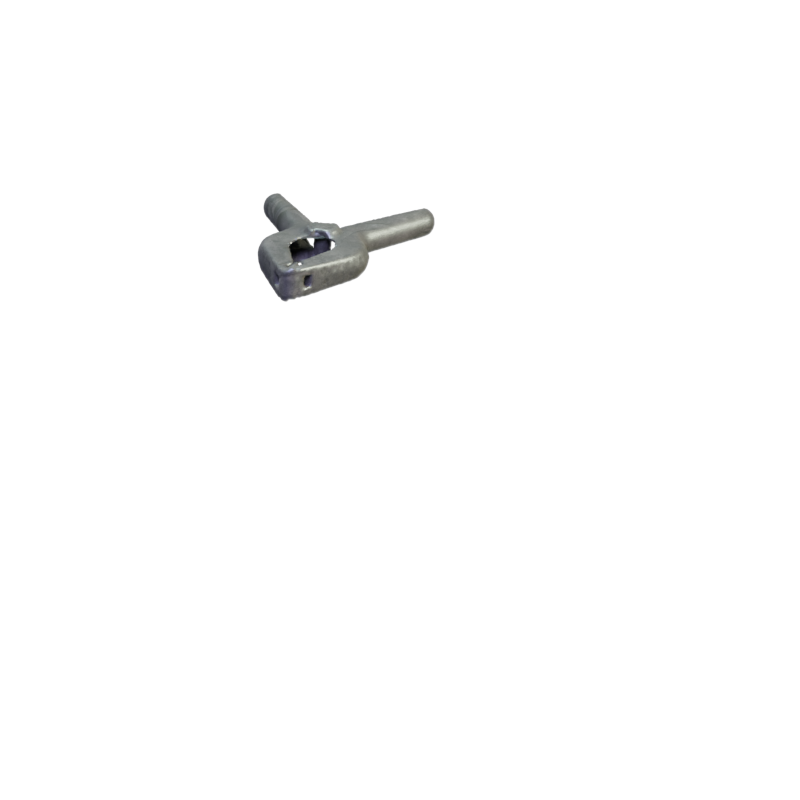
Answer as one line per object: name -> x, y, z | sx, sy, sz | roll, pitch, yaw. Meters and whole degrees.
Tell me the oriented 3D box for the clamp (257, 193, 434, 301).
clamp -> -0.076, -0.139, 0.976 | 0.170, 0.035, 0.214 | 9, 28, 18
